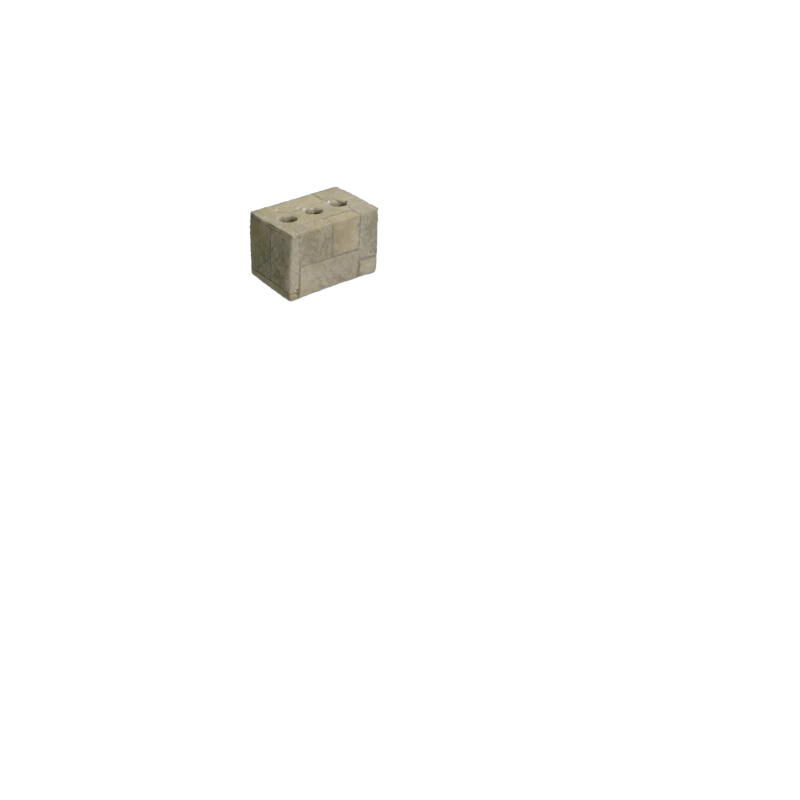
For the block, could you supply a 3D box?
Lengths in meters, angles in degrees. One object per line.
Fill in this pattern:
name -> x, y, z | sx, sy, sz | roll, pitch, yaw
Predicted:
block -> -0.062, -0.113, 0.789 | 0.077, 0.048, 0.056 | -23, 38, -33
